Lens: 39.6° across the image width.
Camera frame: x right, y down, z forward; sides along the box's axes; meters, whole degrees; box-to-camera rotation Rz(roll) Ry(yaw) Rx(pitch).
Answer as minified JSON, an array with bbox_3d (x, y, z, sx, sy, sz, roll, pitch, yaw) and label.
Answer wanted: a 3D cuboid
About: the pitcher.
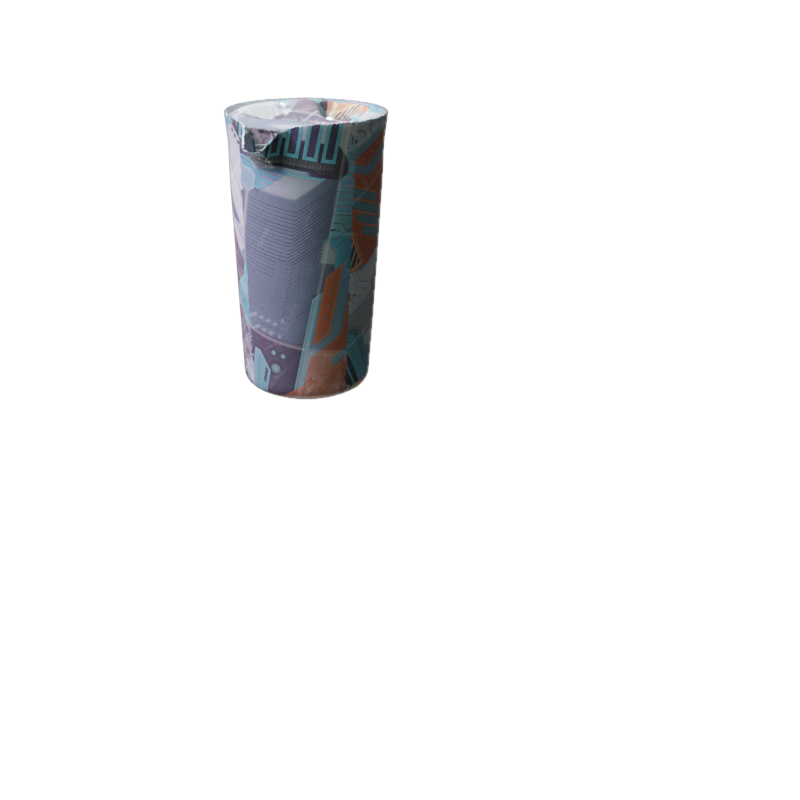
[{"bbox_3d":[-0.074,-0.134,0.940,0.146,0.233,0.154,-6,21,-18],"label":"pitcher"}]
